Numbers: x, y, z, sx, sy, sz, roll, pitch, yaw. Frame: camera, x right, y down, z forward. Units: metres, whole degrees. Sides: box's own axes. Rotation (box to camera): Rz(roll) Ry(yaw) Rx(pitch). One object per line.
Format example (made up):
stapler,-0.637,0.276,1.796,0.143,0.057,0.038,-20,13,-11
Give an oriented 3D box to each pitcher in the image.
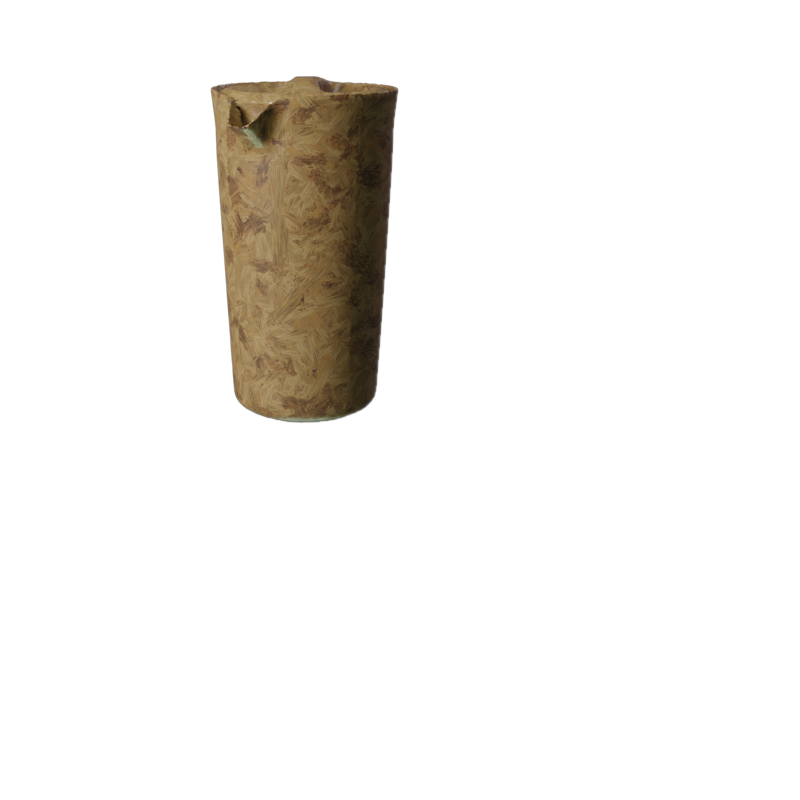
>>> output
pitcher,-0.064,-0.117,0.820,0.146,0.235,0.153,-4,16,-17
